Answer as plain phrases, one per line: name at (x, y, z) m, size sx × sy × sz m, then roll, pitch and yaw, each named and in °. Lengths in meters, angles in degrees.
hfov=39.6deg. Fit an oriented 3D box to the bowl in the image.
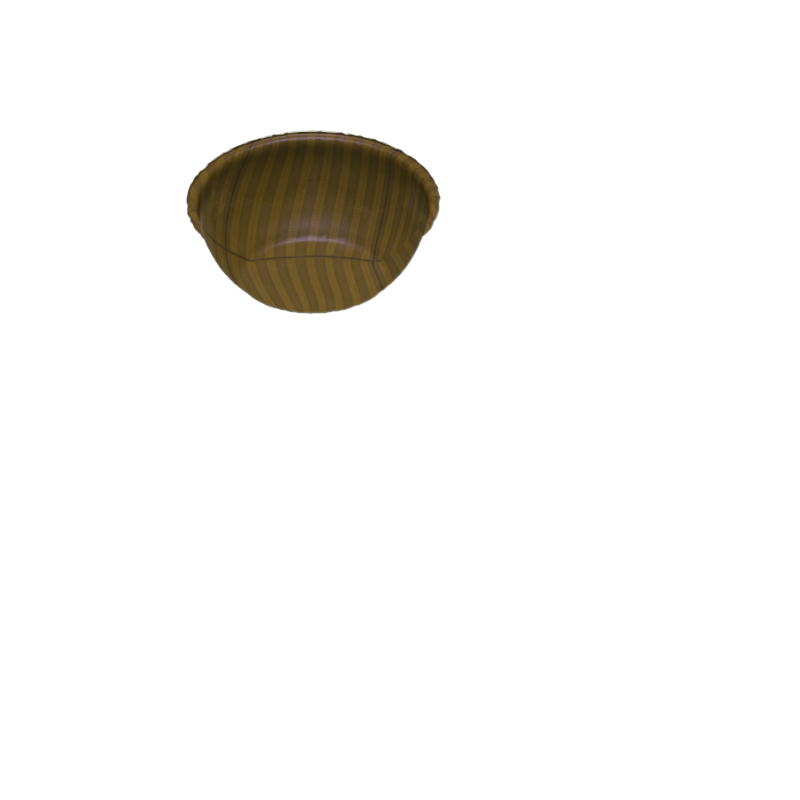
bowl at (-0.054, -0.099, 0.695) m, size 0.162 × 0.058 × 0.153 m, roll 1°, pitch -26°, yaw -2°
